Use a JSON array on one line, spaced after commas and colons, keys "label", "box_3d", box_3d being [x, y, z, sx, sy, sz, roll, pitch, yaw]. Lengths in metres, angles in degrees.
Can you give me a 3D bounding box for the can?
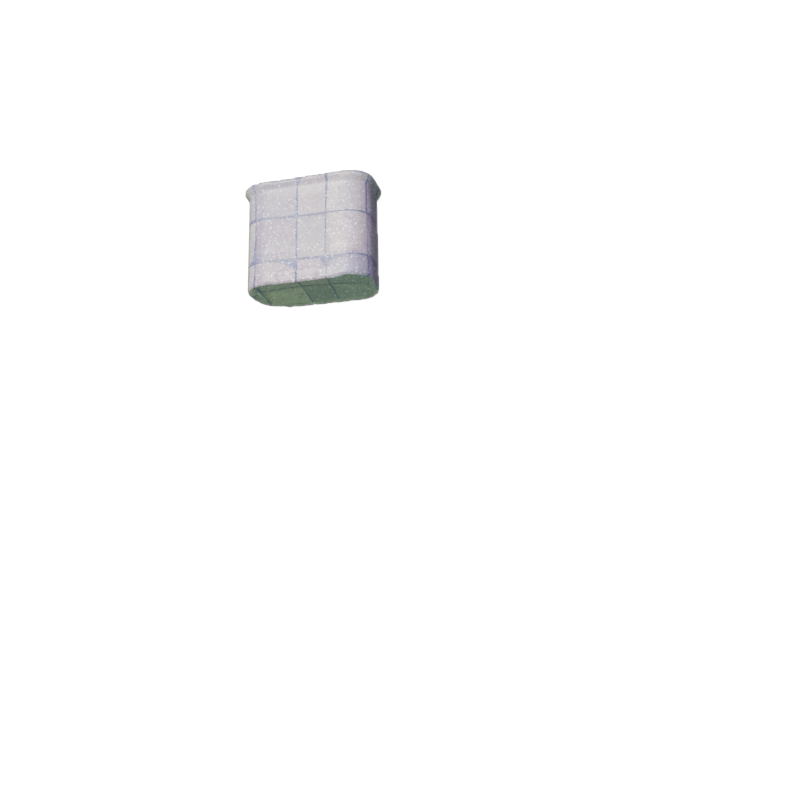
[{"label": "can", "box_3d": [-0.066, -0.120, 0.837, 0.103, 0.088, 0.054, -6, -22, 15]}]
